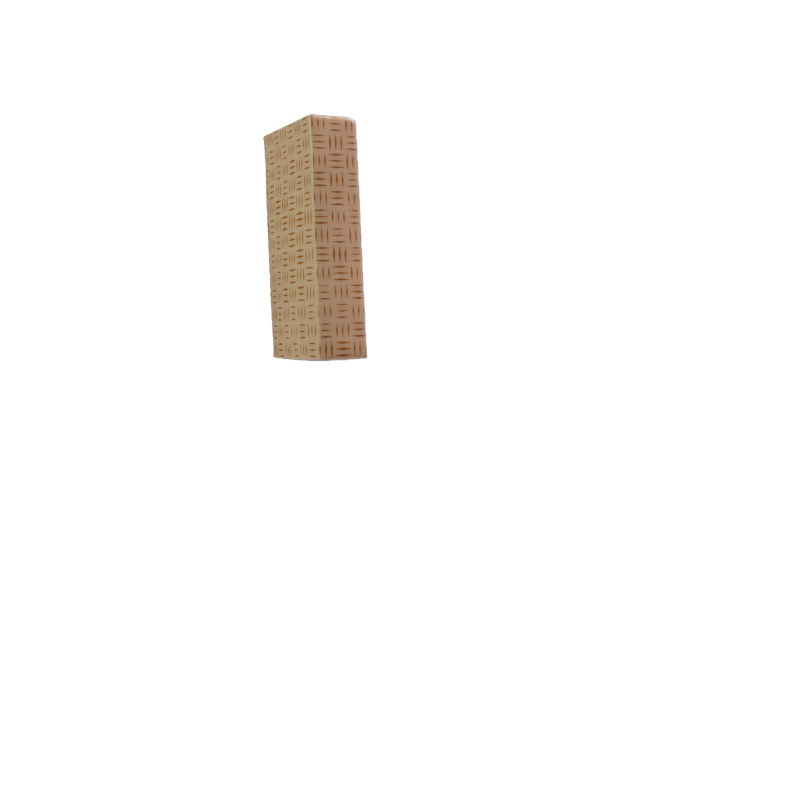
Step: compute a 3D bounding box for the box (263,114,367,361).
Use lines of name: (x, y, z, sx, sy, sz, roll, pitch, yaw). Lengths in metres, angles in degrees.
box: (-0.065, -0.118, 0.829, 0.046, 0.178, 0.095, 2, -4, -27)
